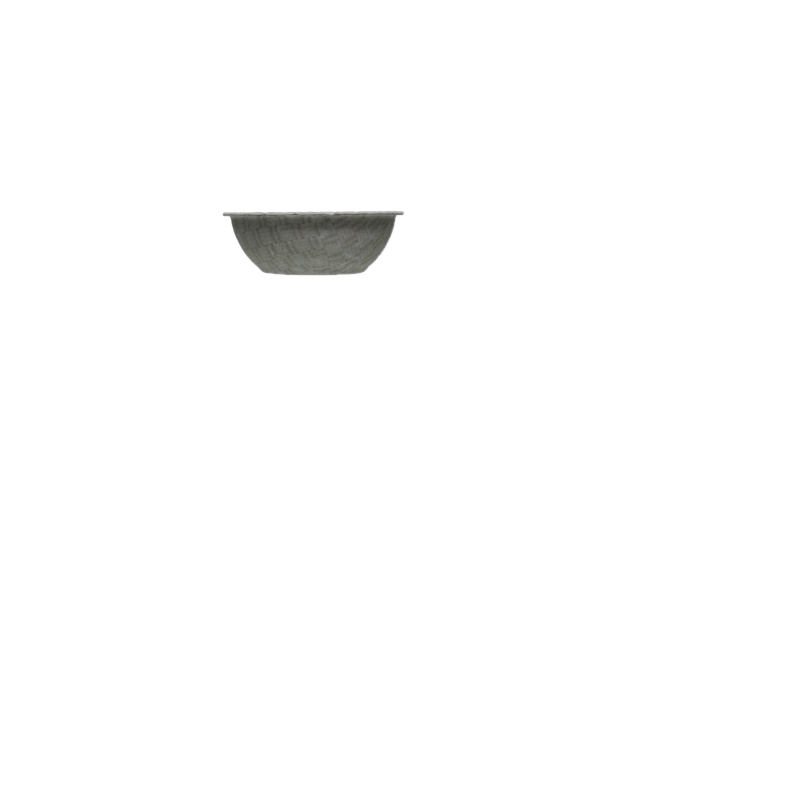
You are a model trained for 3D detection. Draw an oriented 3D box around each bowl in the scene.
[{"bbox_3d":[-0.077,-0.141,0.988,0.162,0.054,0.165,0,9,-2],"label":"bowl"}]
